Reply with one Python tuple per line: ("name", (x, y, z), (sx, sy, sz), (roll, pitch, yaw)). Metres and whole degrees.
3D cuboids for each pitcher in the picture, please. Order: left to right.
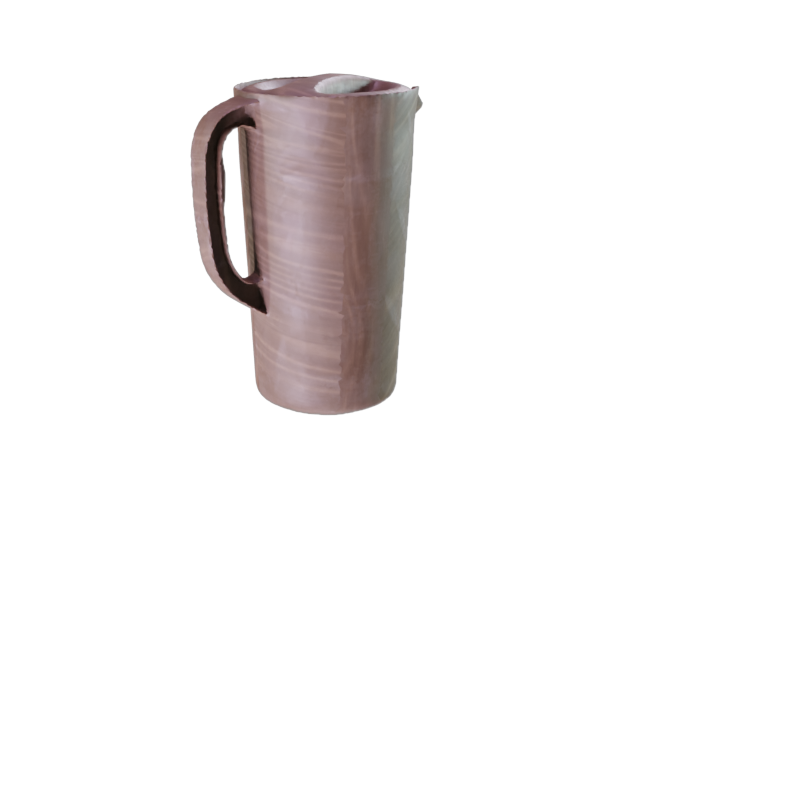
("pitcher", (-0.064, -0.117, 0.817), (0.151, 0.235, 0.148), (3, 16, 8))
